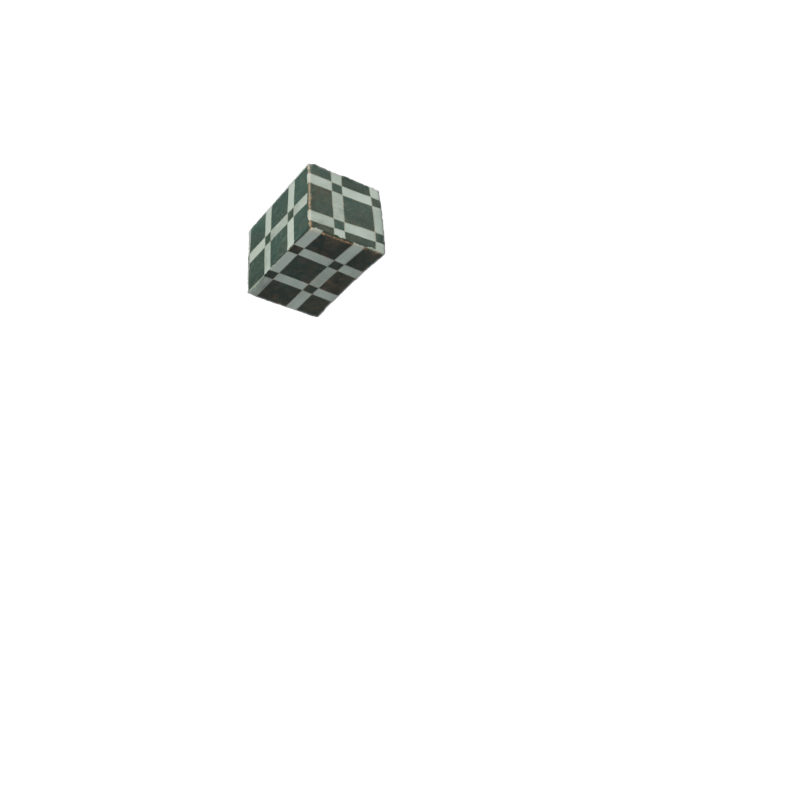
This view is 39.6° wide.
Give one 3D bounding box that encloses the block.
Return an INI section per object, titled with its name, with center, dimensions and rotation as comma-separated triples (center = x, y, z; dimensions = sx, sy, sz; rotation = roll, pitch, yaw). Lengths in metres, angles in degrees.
[block]
center = -0.053, -0.096, 0.673
dimensions = 0.050, 0.055, 0.076
rotation = 20, -39, -29
